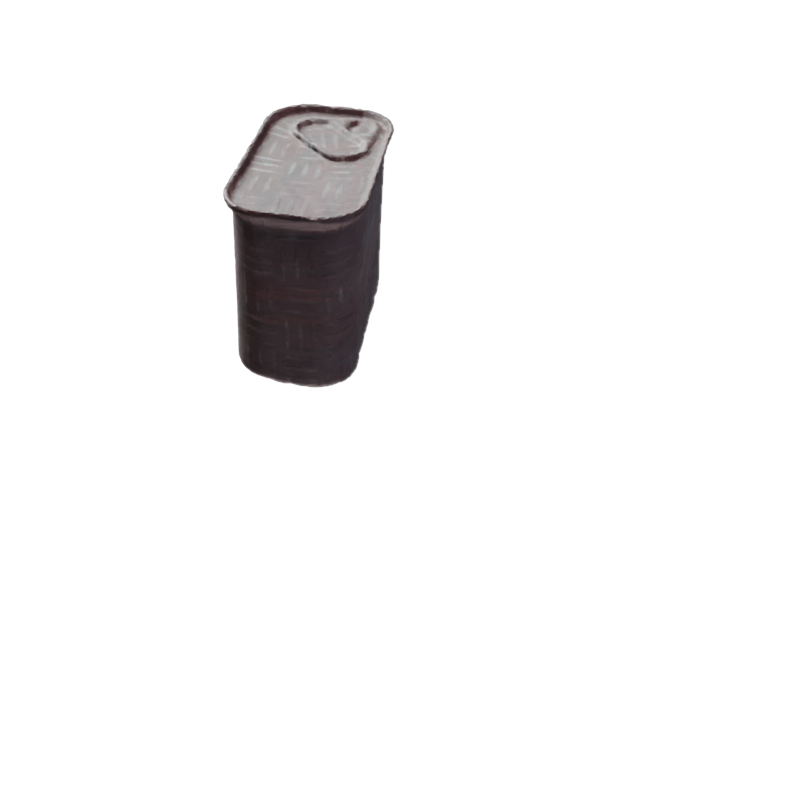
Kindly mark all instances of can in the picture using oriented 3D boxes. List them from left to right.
[{"bbox_3d":[-0.037,-0.068,0.478,0.058,0.078,0.107,6,36,6],"label":"can"}]
